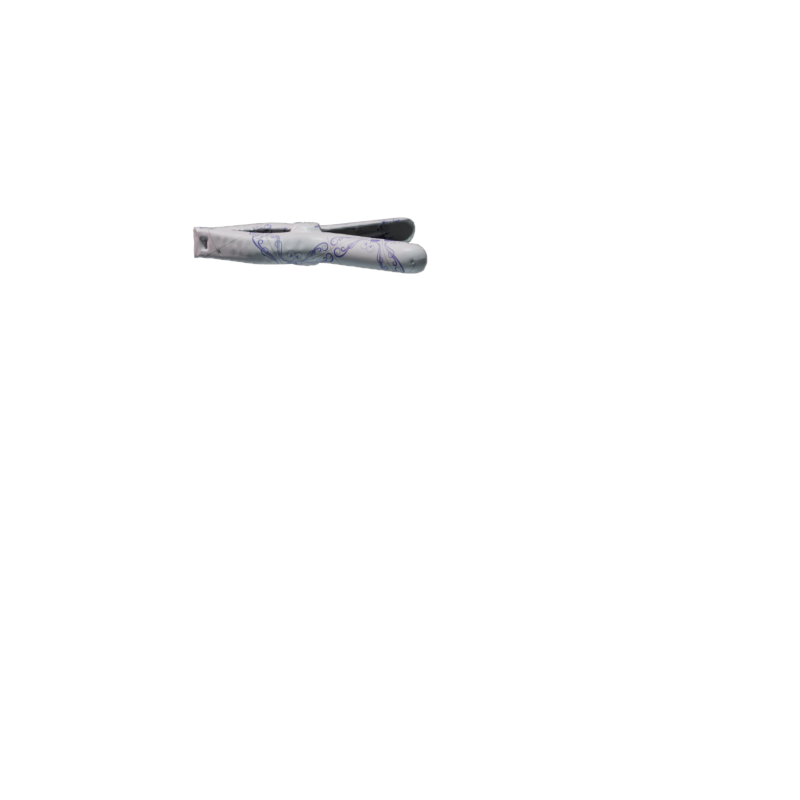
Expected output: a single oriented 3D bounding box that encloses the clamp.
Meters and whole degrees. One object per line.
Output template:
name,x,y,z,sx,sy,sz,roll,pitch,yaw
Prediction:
clamp,-0.078,-0.142,0.994,0.212,0.035,0.168,2,16,6
